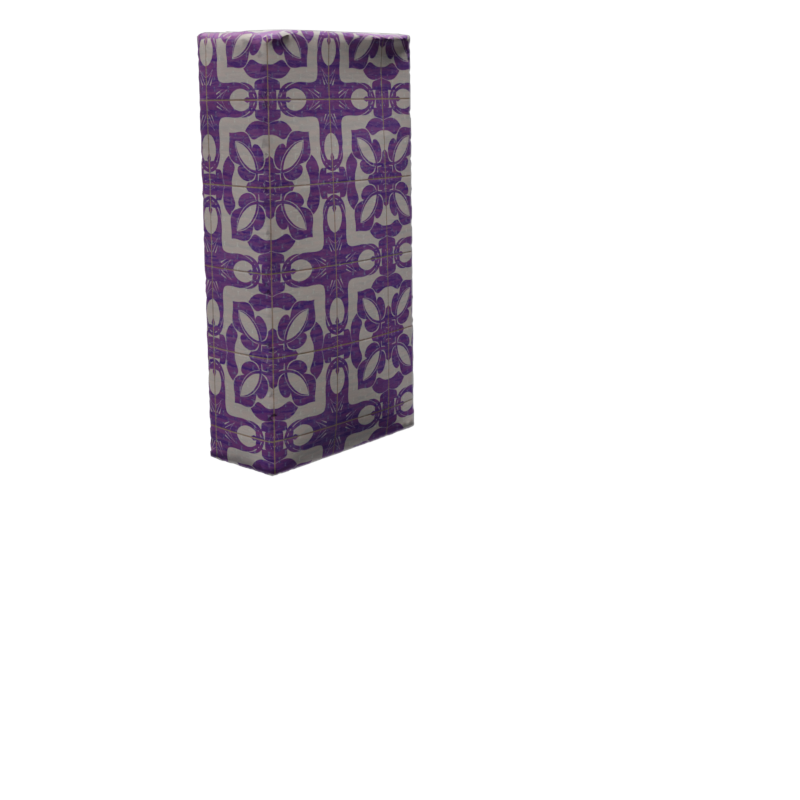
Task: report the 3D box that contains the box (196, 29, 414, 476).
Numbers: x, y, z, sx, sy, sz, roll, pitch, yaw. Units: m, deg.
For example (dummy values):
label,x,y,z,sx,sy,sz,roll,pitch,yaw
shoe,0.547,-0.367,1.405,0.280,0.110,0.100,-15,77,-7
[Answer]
label,x,y,z,sx,sy,sz,roll,pitch,yaw
box,-0.037,-0.067,0.471,0.050,0.172,0.091,10,15,40
